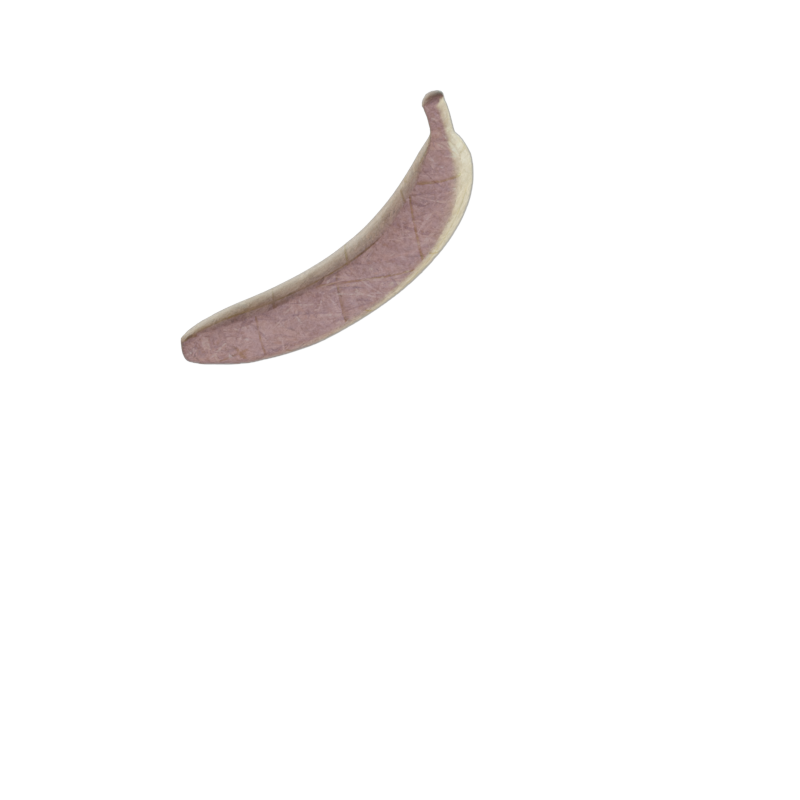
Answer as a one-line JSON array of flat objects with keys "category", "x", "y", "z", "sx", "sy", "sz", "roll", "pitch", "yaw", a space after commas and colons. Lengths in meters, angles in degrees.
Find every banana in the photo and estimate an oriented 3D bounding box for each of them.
[{"category": "banana", "x": -0.028, "y": -0.072, "z": 0.563, "sx": 0.066, "sy": 0.195, "sz": 0.039, "roll": 38, "pitch": 24, "yaw": -22}]
